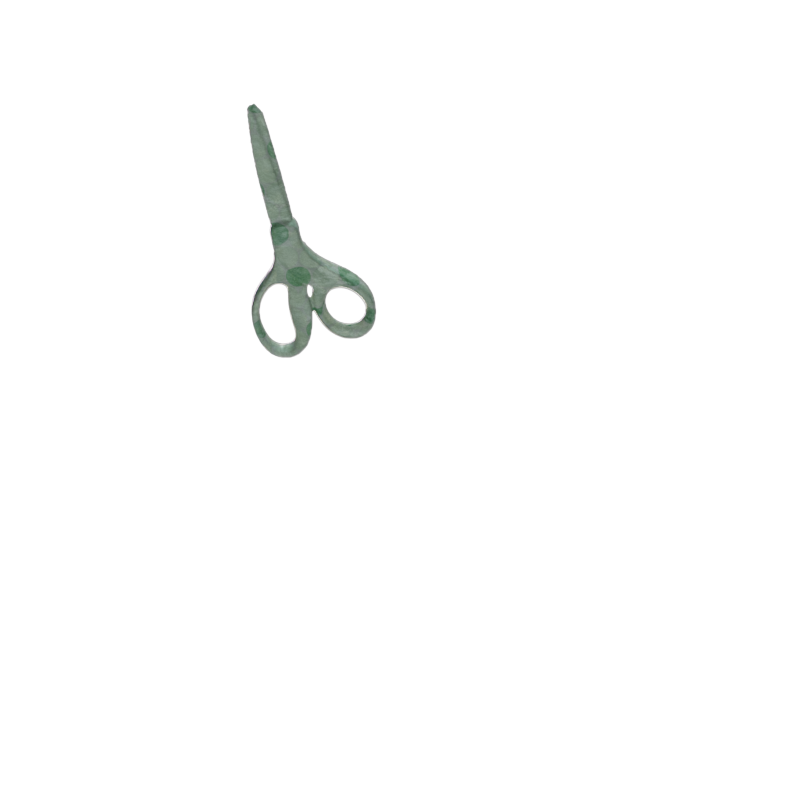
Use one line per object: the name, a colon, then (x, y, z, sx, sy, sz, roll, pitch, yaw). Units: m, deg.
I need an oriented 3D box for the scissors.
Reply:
scissors: (-0.058, -0.106, 0.740, 0.096, 0.189, 0.017, 5, 39, -4)
